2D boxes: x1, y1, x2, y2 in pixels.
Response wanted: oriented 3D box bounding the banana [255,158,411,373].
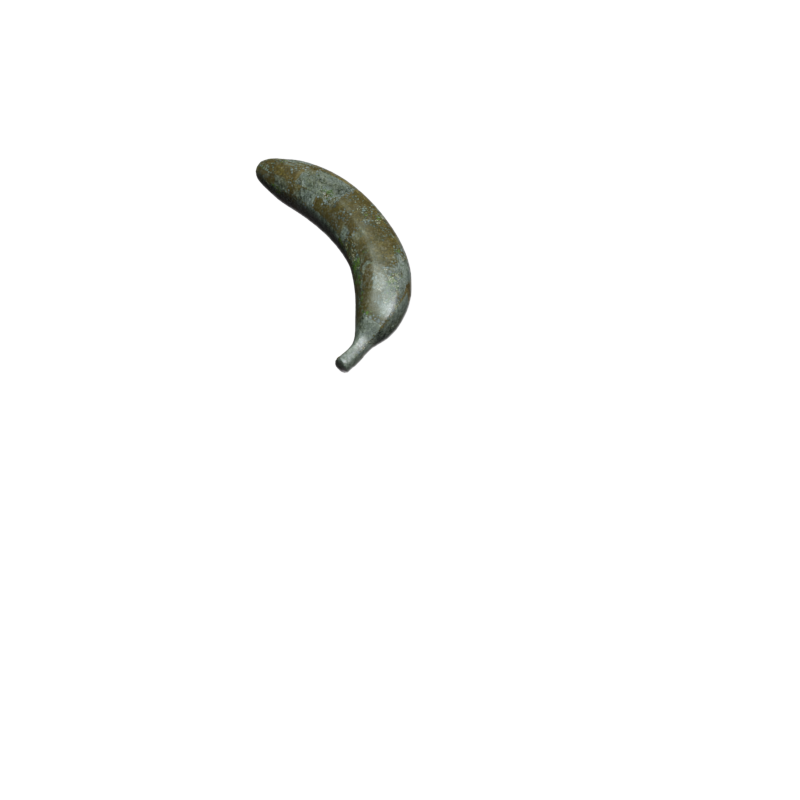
[{"bbox_3d":[-0.038,-0.105,0.731,0.069,0.034,0.214,-13,48,-13],"label":"banana"}]
